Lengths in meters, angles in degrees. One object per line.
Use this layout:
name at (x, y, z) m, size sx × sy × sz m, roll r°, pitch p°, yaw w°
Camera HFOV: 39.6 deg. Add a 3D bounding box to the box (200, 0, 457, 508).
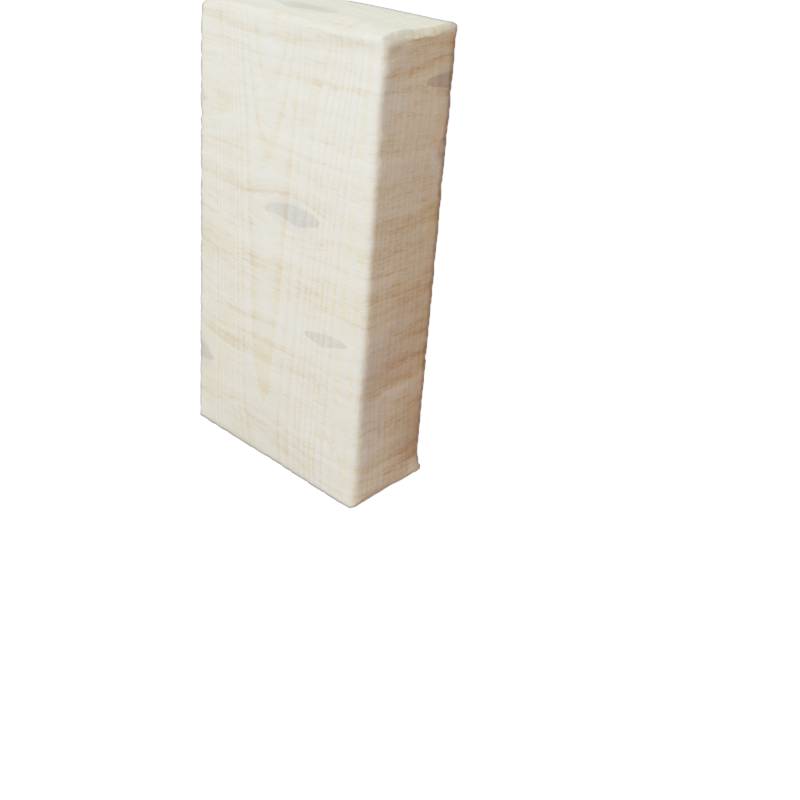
box at (-0.033, -0.059, 0.415) m, size 0.099 × 0.167 × 0.047 m, roll 24°, pitch 33°, yaw 39°
